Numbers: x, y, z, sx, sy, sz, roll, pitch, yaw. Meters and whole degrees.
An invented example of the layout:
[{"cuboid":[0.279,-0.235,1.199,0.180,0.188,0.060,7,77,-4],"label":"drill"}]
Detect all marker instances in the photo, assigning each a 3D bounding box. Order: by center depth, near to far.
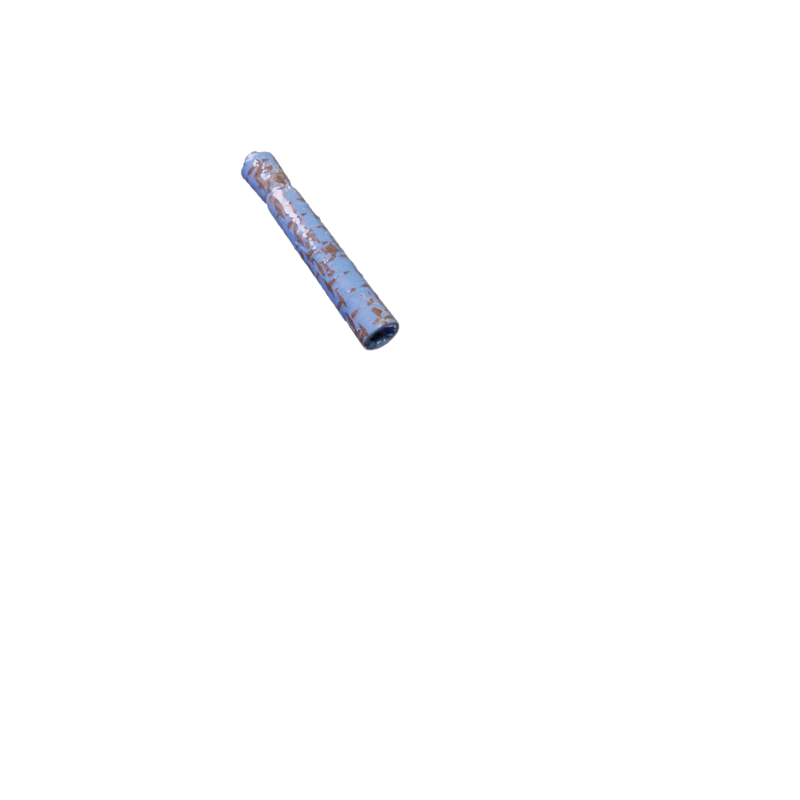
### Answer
[{"cuboid":[-0.040,-0.074,0.516,0.019,0.130,0.019,-2,-43,-44],"label":"marker"}]
